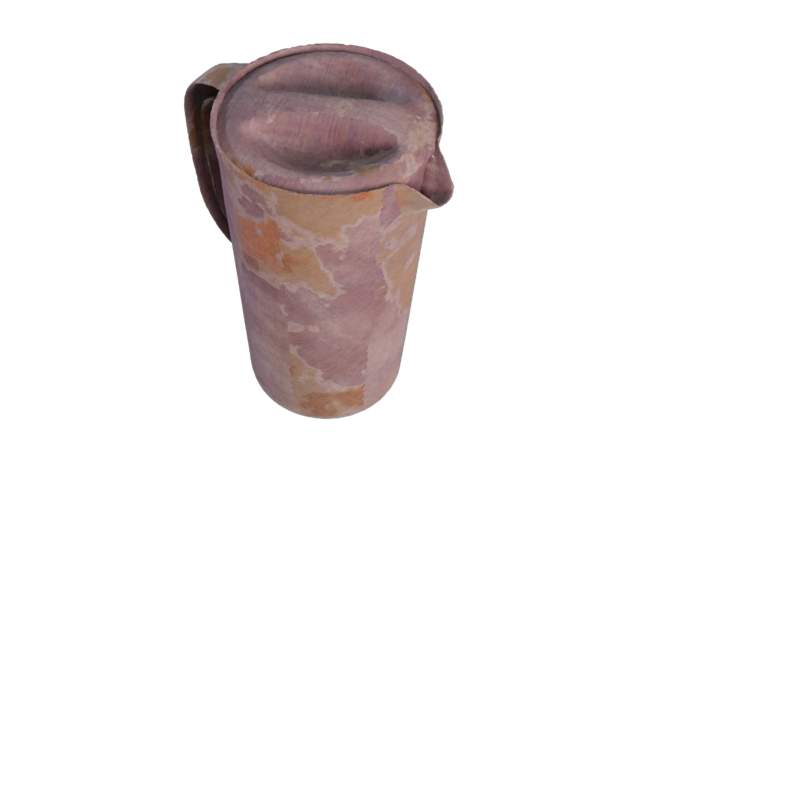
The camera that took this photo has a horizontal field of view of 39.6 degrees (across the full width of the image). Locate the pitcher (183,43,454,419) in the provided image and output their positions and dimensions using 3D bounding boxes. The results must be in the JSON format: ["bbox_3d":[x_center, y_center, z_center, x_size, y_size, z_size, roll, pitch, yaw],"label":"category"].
[{"bbox_3d":[-0.056,-0.102,0.717,0.144,0.161,0.227,-7,-38,-9],"label":"pitcher"}]
